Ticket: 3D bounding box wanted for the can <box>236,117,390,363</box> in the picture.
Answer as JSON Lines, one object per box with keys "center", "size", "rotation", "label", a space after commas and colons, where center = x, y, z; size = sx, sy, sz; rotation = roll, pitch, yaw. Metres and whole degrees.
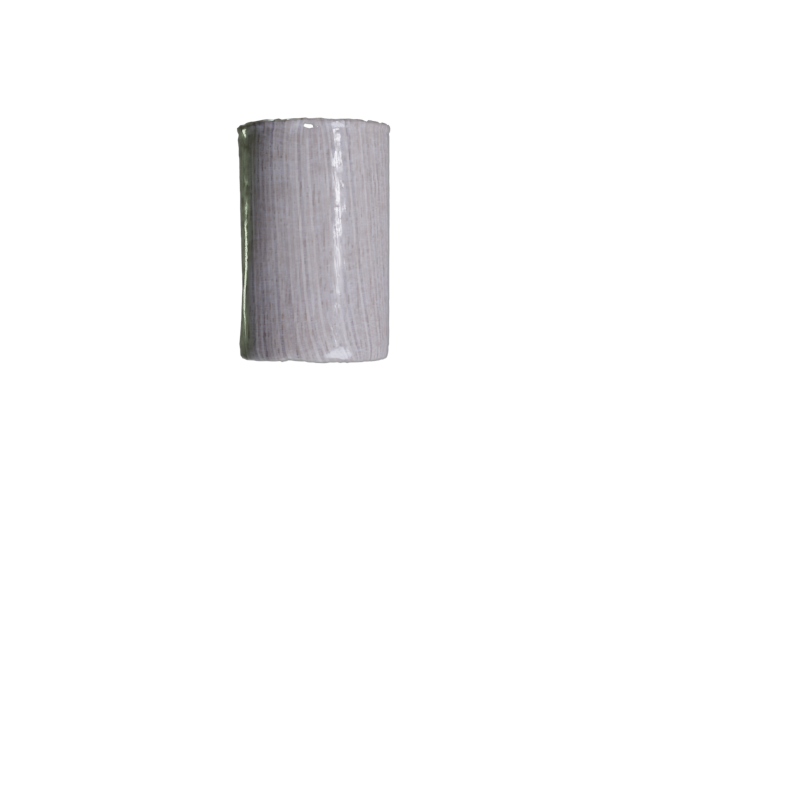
{"center": [-0.038, -0.070, 0.489], "size": [0.068, 0.102, 0.069], "rotation": [0, 1, -2], "label": "can"}
